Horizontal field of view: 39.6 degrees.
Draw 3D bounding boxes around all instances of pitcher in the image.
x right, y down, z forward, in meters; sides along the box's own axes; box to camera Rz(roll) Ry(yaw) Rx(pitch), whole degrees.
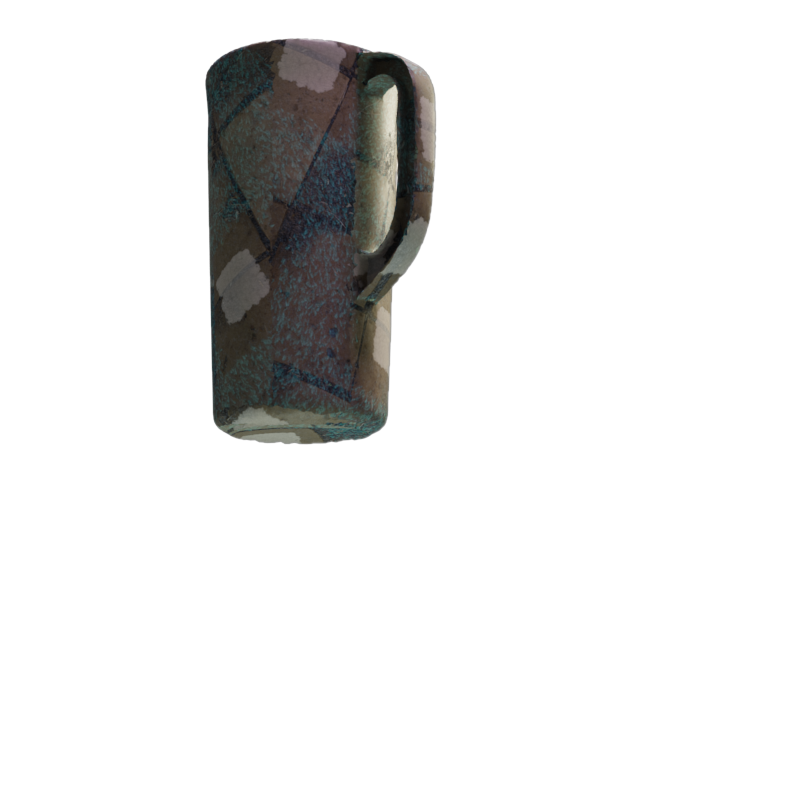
[{"bbox_3d":[-0.055,-0.101,0.707,0.144,0.253,0.144,0,-15,-4],"label":"pitcher"}]
